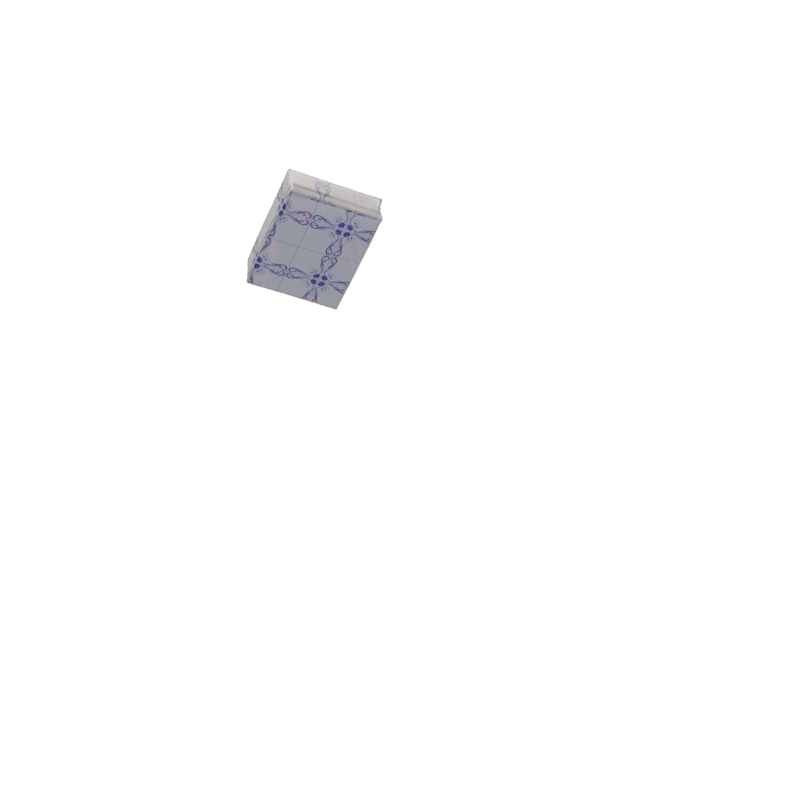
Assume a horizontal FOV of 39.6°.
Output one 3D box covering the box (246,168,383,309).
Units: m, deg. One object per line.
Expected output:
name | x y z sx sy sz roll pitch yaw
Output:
box | -0.078 -0.141 0.990 0.087 0.109 0.042 17 40 -16
